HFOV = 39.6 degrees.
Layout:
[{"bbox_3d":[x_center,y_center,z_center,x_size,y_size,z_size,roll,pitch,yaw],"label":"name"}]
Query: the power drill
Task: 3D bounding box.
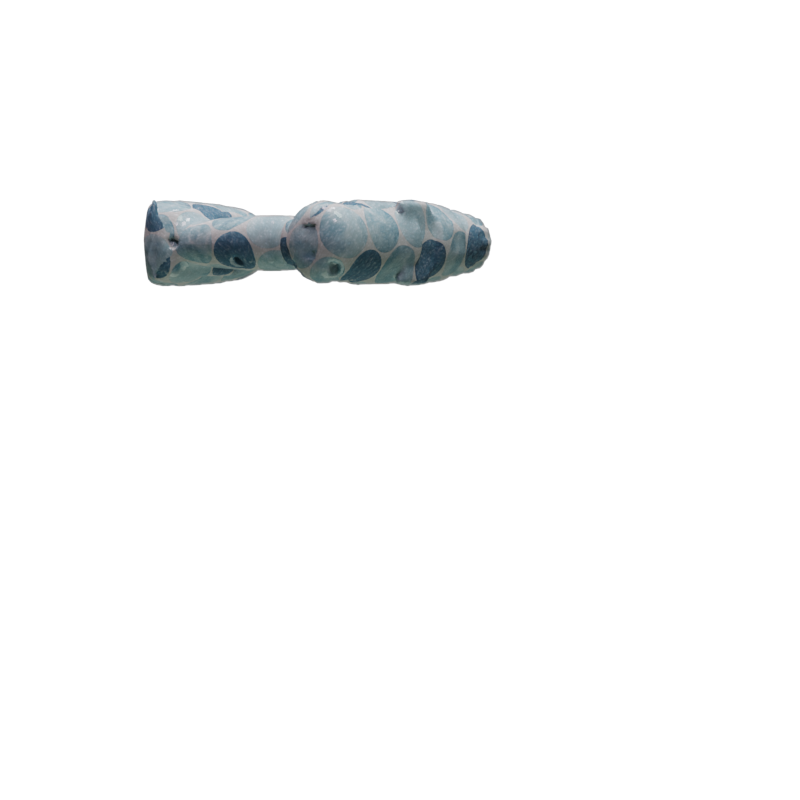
[{"bbox_3d":[-0.056,-0.102,0.712,0.195,0.057,0.178,3,6,35],"label":"power drill"}]
